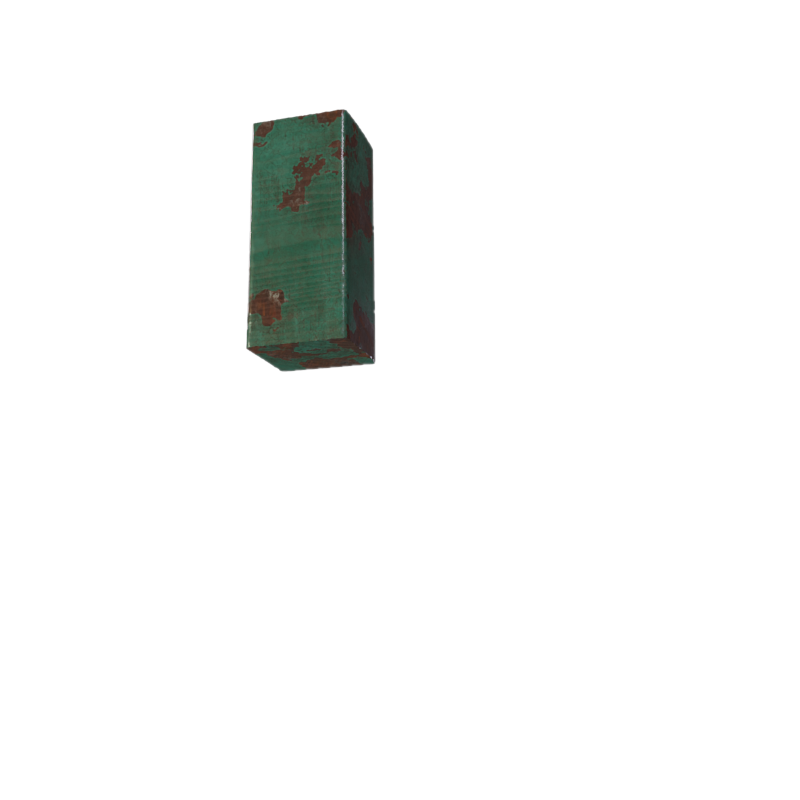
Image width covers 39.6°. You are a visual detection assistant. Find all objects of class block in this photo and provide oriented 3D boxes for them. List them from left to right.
[{"bbox_3d":[-0.076,-0.139,0.972,0.092,0.216,0.085,-7,-20,16],"label":"block"}]
